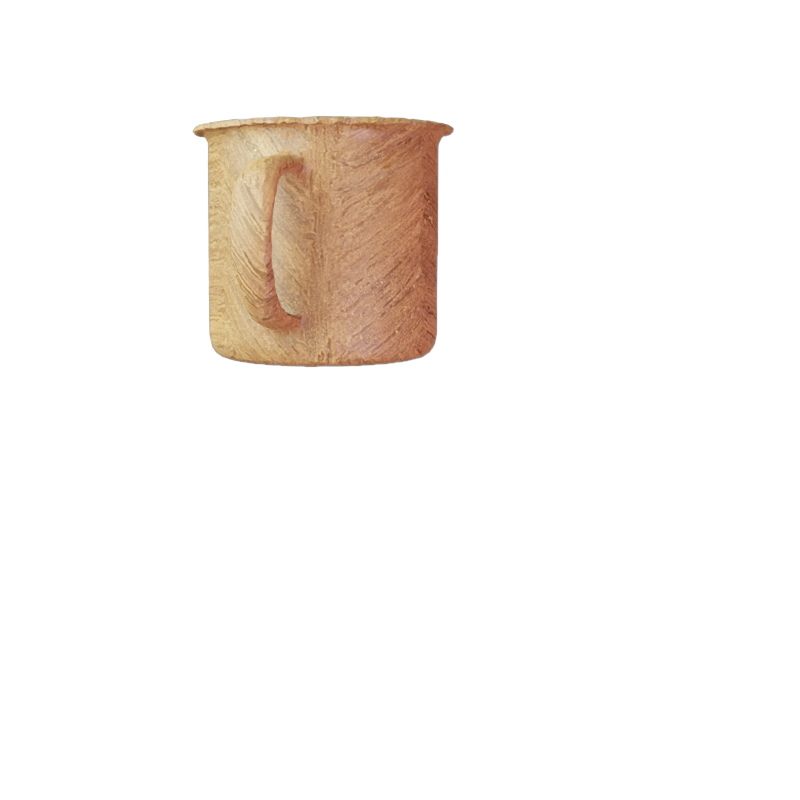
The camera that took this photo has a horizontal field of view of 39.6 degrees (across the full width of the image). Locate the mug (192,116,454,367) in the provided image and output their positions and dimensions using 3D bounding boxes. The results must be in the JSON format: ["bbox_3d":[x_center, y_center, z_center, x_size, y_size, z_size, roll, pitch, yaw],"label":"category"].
[{"bbox_3d":[-0.030,-0.055,0.386,0.095,0.081,0.116,1,7,14],"label":"mug"}]
